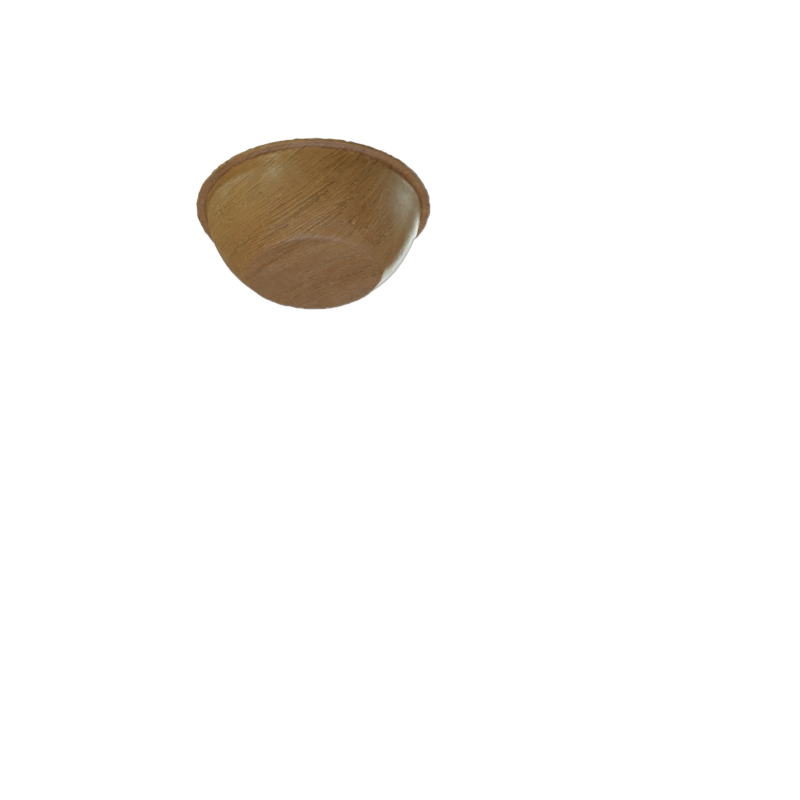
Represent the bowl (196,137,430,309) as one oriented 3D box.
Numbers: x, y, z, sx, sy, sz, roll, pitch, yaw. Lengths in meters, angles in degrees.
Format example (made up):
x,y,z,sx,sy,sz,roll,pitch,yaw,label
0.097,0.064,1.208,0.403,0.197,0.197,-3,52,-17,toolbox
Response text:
x,y,z,sx,sy,sz,roll,pitch,yaw,label
-0.059,-0.108,0.754,0.162,0.059,0.152,1,-29,-2,bowl
